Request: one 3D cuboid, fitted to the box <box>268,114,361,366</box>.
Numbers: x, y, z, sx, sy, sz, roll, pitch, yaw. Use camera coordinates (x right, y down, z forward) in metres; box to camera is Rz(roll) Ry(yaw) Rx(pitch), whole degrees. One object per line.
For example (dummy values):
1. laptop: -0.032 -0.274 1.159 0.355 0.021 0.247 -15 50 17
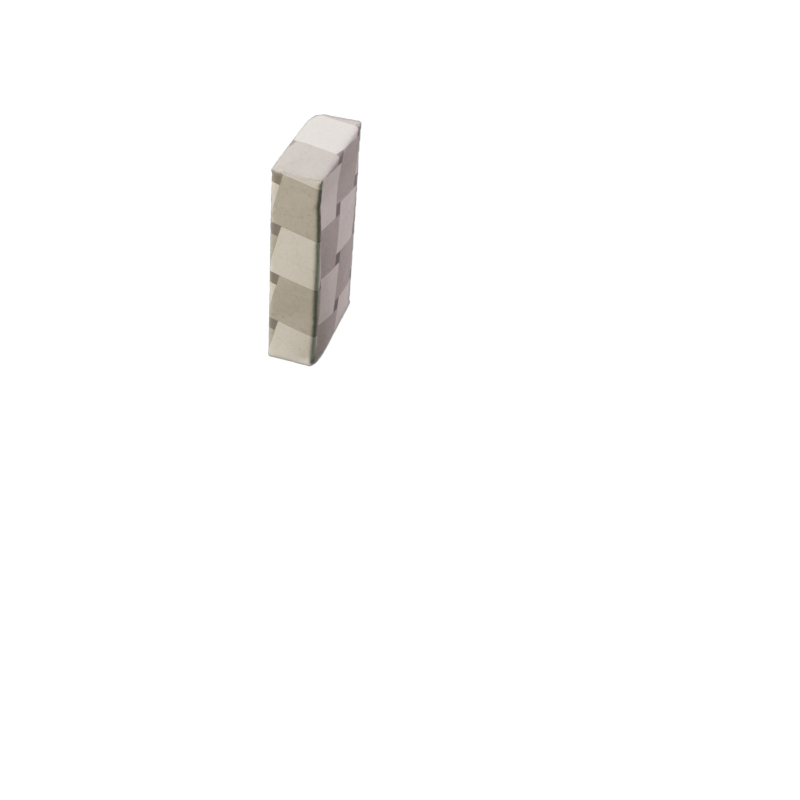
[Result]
1. box: -0.067 -0.122 0.853 0.049 0.165 0.097 12 39 12
